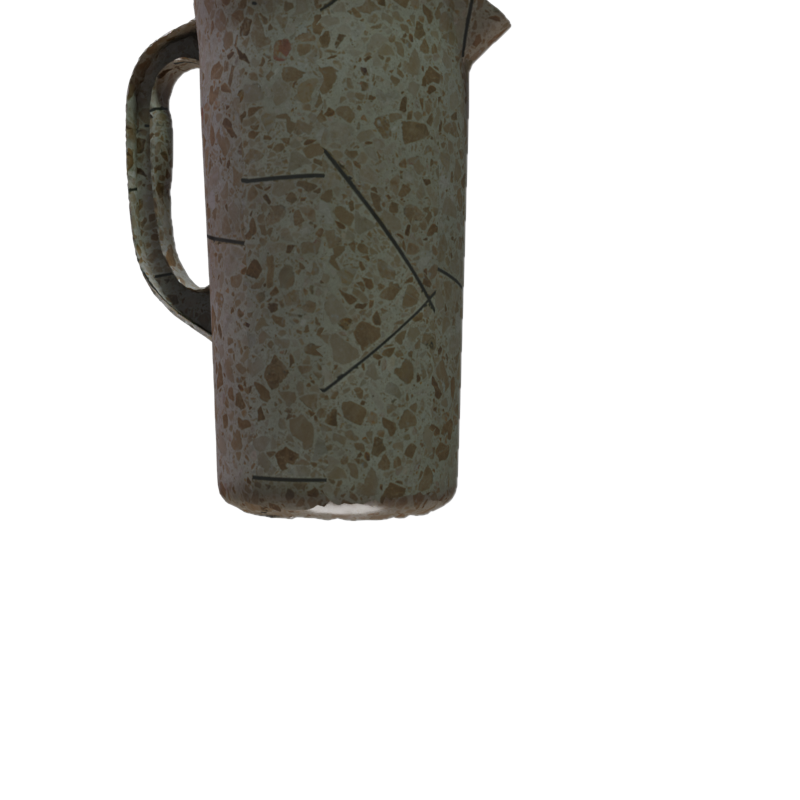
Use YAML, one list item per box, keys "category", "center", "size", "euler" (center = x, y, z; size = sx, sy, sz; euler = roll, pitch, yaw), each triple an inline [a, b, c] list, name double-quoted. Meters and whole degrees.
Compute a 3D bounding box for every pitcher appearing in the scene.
- category: "pitcher"
  center: [-0.040, -0.074, 0.517]
  size: [0.140, 0.247, 0.152]
  euler: [3, -6, -30]
